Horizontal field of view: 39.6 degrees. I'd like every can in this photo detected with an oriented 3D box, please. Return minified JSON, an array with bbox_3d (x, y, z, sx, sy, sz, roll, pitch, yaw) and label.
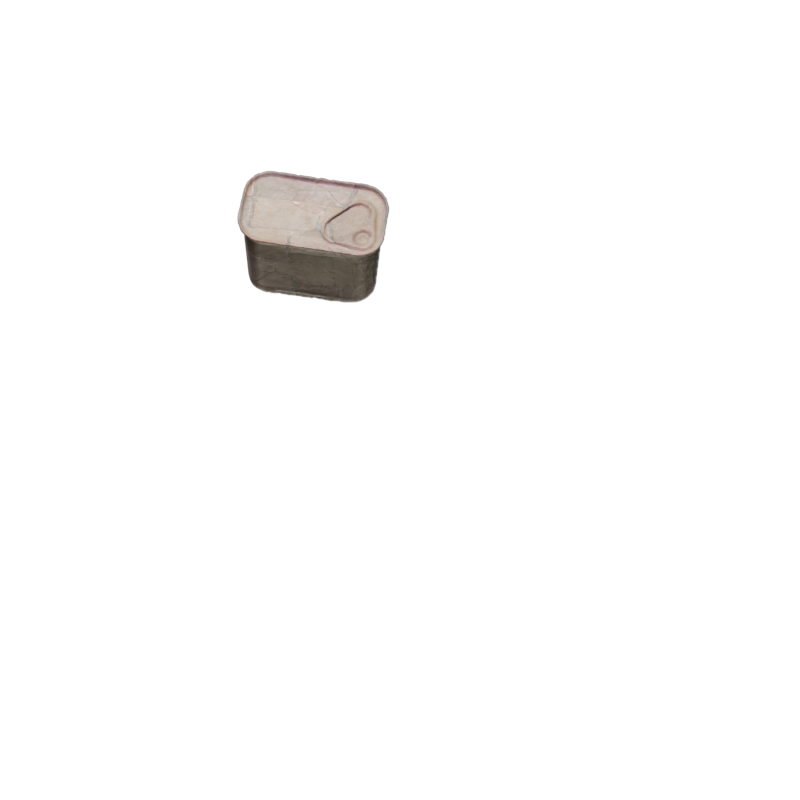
[{"bbox_3d":[-0.062,-0.114,0.795,0.102,0.060,0.079,9,-25,2],"label":"can"}]
